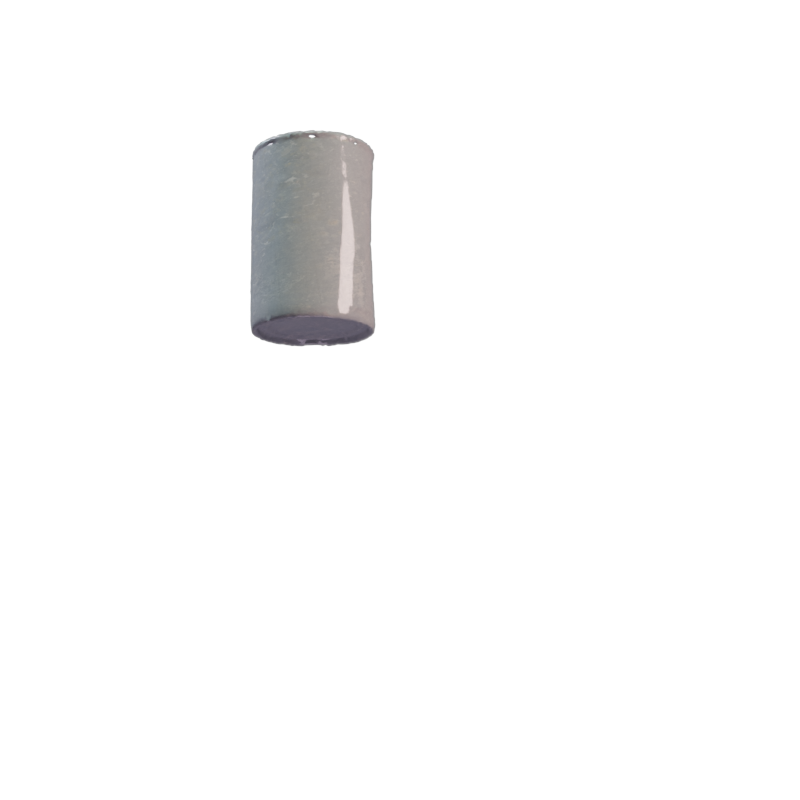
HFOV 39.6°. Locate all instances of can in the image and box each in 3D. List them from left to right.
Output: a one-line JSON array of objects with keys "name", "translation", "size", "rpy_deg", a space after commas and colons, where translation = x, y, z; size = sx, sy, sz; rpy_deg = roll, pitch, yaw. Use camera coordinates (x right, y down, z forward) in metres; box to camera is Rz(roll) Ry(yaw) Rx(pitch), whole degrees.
[{"name": "can", "translation": [-0.047, -0.086, 0.601], "size": [0.068, 0.107, 0.066], "rpy_deg": [0, -16, -2]}]
